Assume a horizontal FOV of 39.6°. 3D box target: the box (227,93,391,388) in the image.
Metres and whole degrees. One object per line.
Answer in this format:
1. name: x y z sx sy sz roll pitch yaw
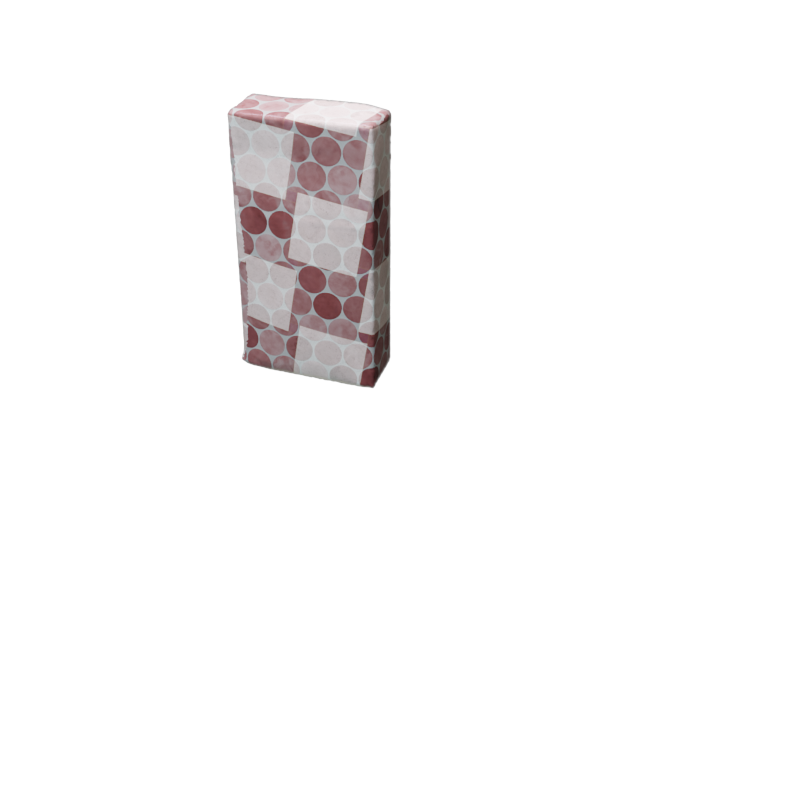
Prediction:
1. box: -0.054 -0.099 0.690 0.096 0.167 0.049 11 27 17
